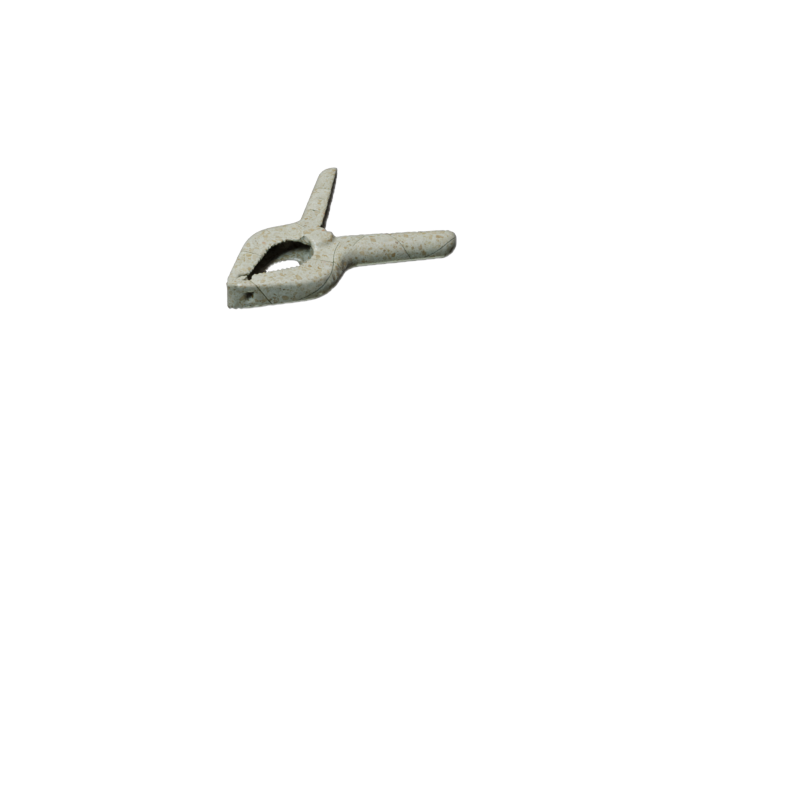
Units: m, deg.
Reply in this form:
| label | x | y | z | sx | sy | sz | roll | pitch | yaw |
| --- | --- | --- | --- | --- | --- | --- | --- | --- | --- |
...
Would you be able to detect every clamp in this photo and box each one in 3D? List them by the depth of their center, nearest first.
| label | x | y | z | sx | sy | sz | roll | pitch | yaw |
| --- | --- | --- | --- | --- | --- | --- | --- | --- | --- |
| clamp | -0.078 | -0.142 | 0.993 | 0.209 | 0.034 | 0.177 | -27 | 47 | -29 |
